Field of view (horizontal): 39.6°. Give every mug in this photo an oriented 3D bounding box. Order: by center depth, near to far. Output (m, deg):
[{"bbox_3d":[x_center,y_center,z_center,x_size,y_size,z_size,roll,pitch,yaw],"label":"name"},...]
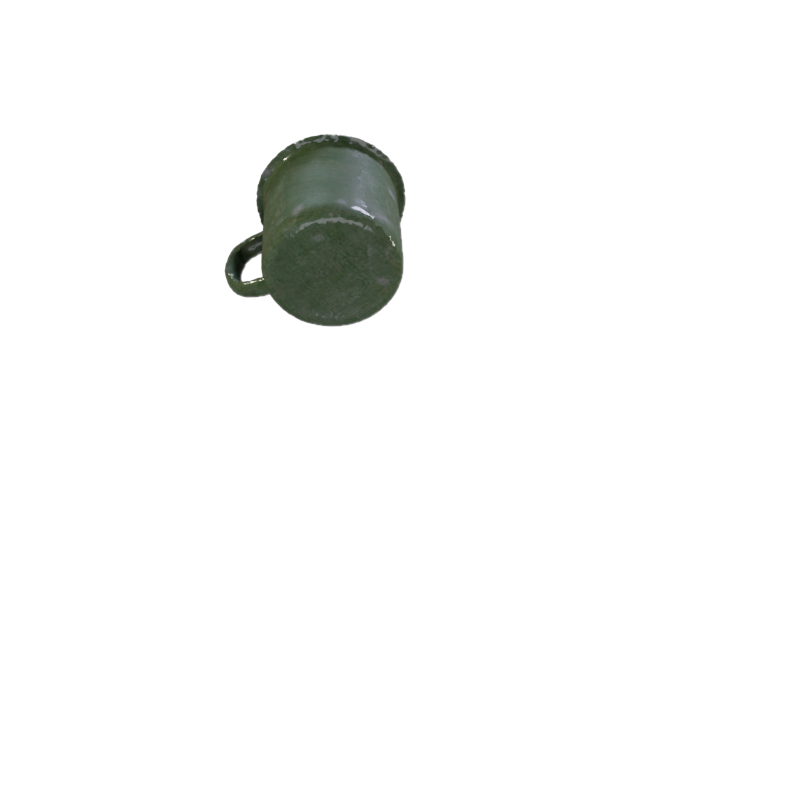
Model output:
[{"bbox_3d":[-0.052,-0.094,0.660,0.118,0.087,0.087,-19,35,12],"label":"mug"}]
